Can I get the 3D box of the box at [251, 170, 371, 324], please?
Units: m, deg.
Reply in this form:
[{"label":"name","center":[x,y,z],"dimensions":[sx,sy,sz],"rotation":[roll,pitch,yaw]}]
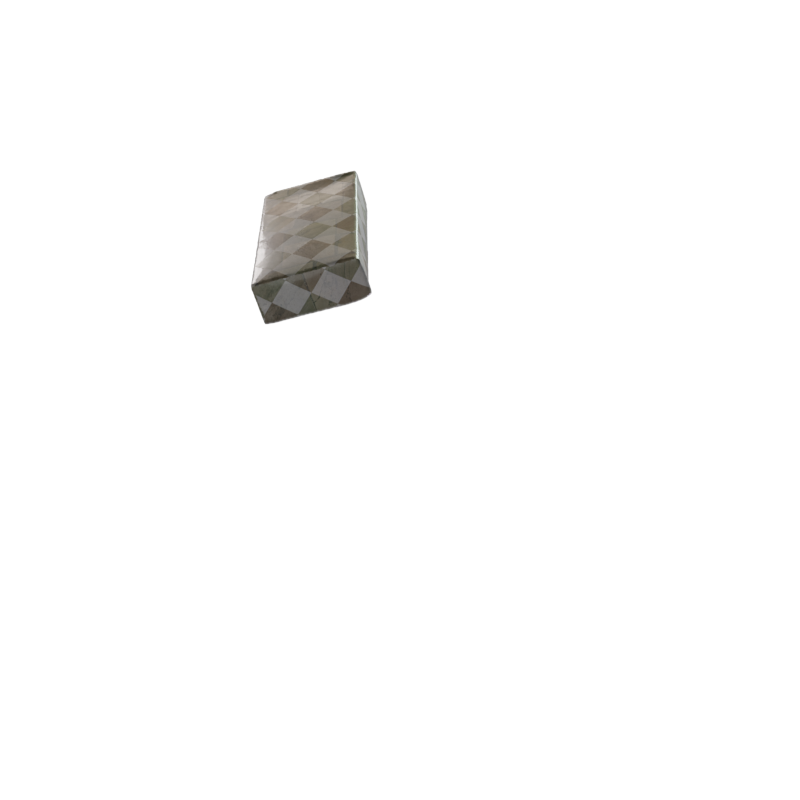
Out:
[{"label":"box","center":[-0.076,-0.138,0.967],"dimensions":[0.094,0.045,0.188],"rotation":[-15,34,6]}]
